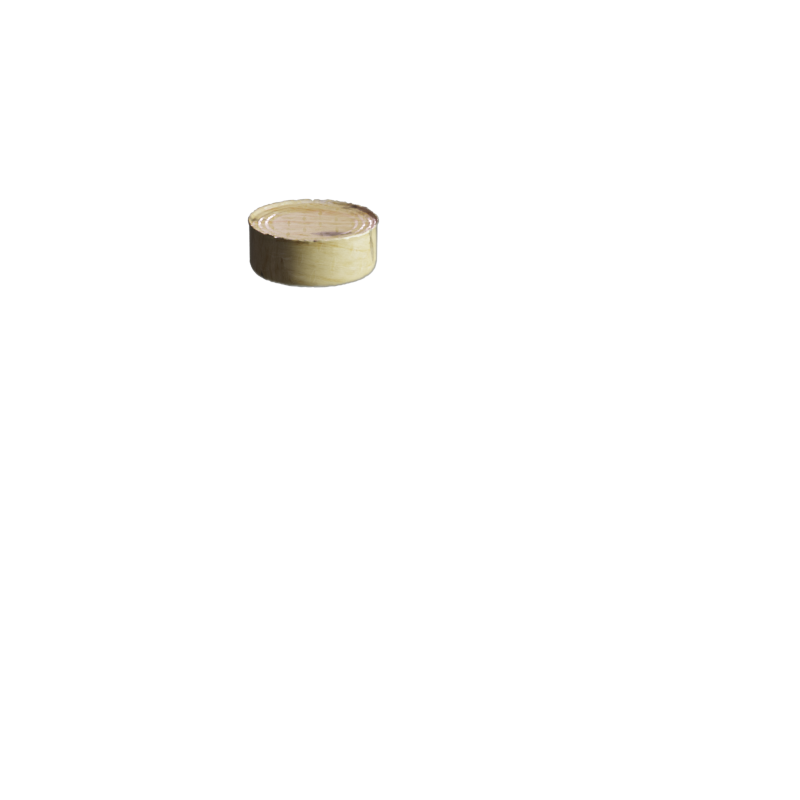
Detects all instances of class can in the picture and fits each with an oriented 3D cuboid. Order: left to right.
[{"bbox_3d":[-0.057,-0.104,0.730,0.086,0.032,0.090,-1,26,-2],"label":"can"}]
